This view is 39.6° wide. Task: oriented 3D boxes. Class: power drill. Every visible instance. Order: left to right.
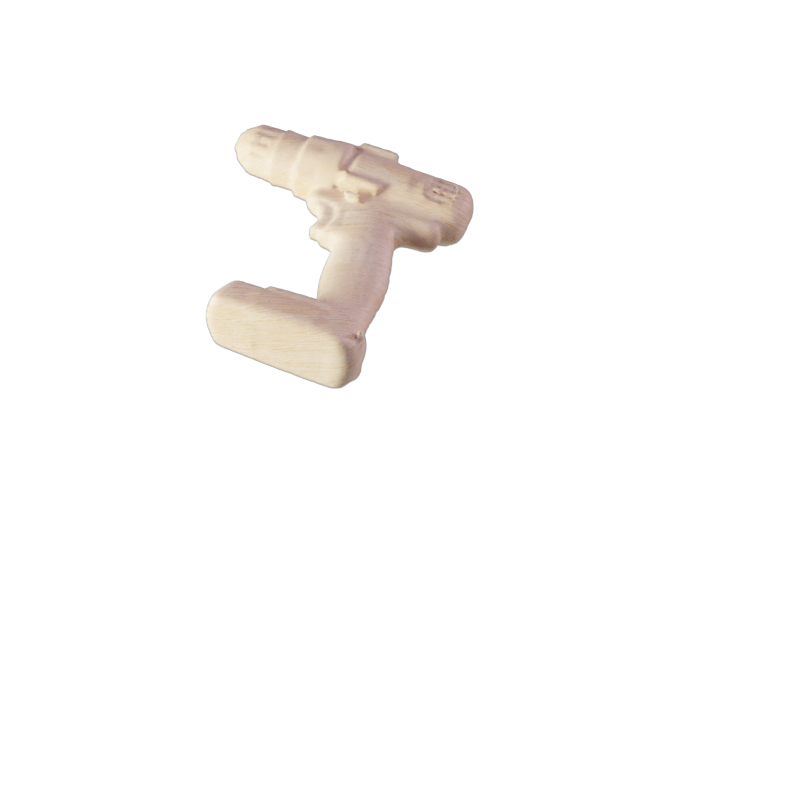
[{"bbox_3d":[-0.060,-0.110,0.771,0.190,0.196,0.053,18,-36,13],"label":"power drill"}]
